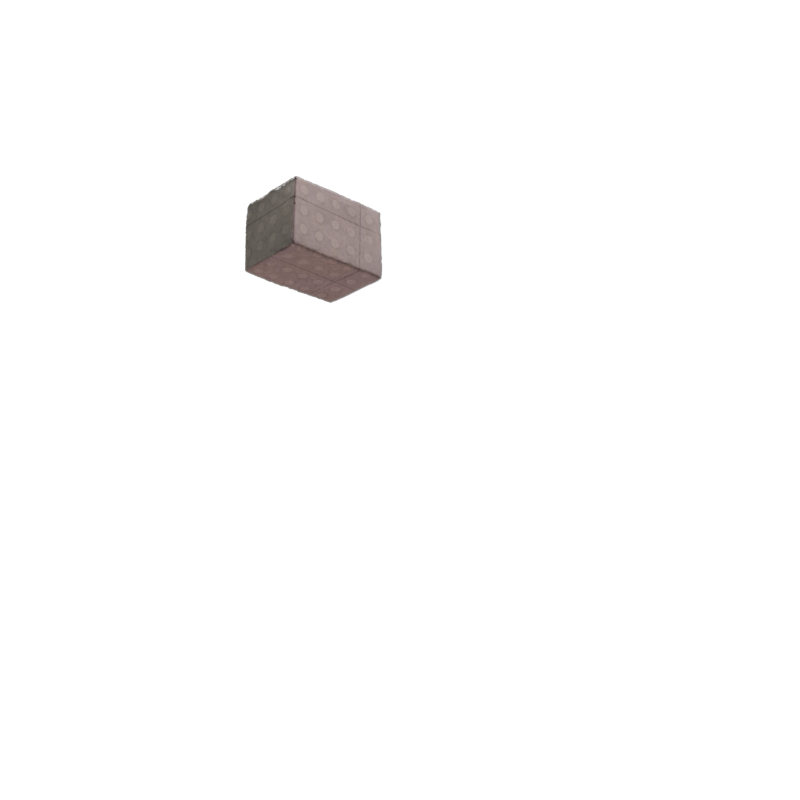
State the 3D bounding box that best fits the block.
[{"bbox_3d":[-0.057,-0.105,0.733,0.073,0.054,0.053,19,-31,-39],"label":"block"}]
